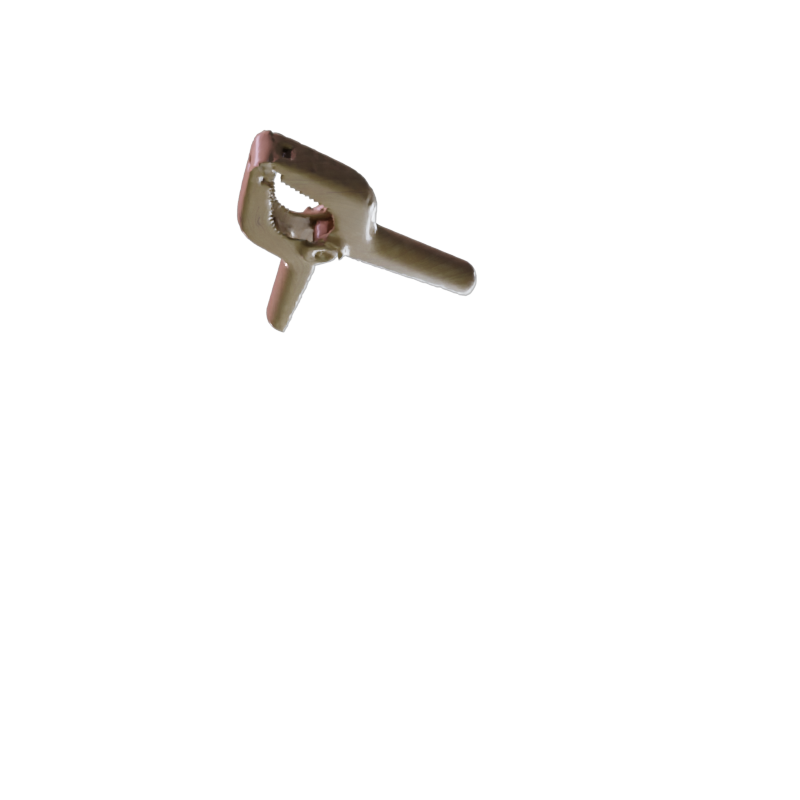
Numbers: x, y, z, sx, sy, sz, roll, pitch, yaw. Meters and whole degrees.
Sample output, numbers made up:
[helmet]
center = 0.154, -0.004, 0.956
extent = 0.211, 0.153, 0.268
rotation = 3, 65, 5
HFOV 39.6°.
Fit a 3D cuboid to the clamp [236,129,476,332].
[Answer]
[clamp]
center = -0.060, -0.110, 0.770
extent = 0.166, 0.039, 0.194
rotation = -15, -32, 24
